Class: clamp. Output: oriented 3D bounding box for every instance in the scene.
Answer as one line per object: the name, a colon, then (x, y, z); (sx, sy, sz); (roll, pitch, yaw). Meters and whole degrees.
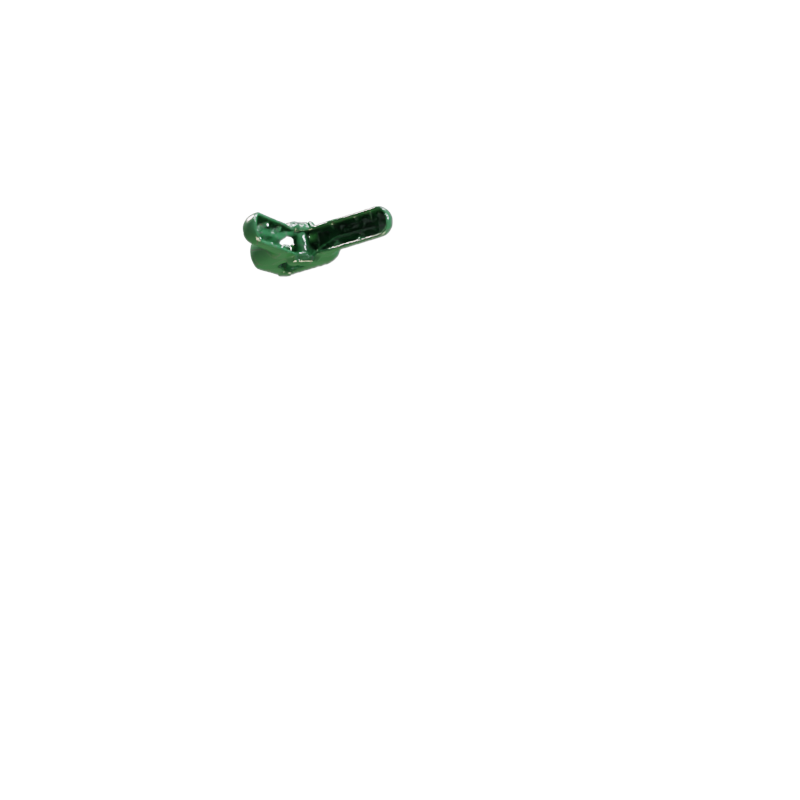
clamp: (-0.074, -0.135, 0.943); (0.119, 0.040, 0.170); (0, -2, -7)
